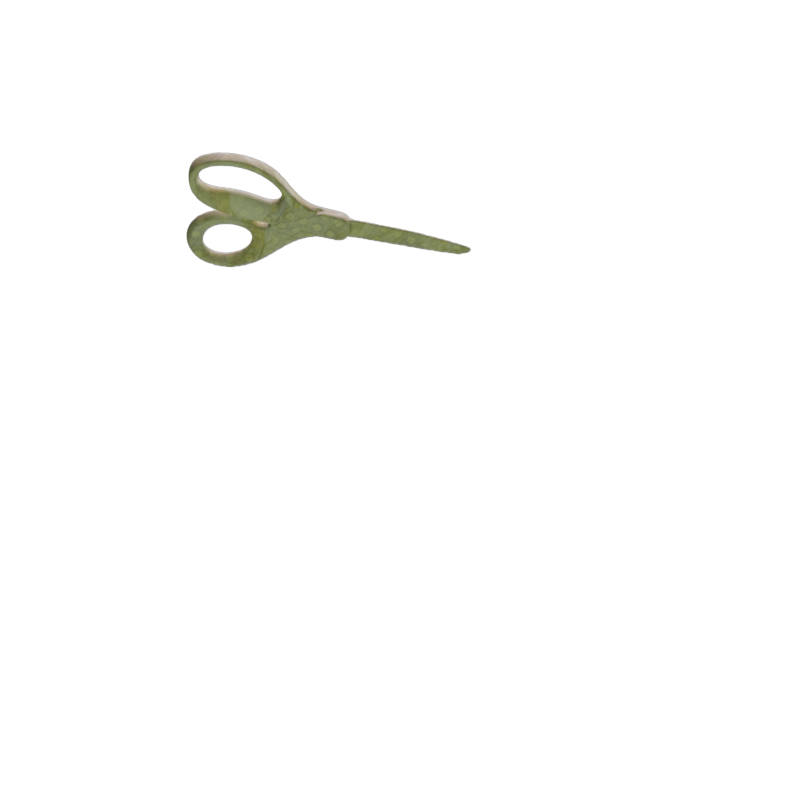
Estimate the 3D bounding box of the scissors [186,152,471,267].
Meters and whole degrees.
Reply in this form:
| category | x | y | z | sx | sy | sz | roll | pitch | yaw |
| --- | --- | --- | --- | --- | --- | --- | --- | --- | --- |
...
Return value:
| category | x | y | z | sx | sy | sz | roll | pitch | yaw |
| --- | --- | --- | --- | --- | --- | --- | --- | --- | --- |
| scissors | -0.060 | -0.110 | 0.773 | 0.195 | 0.093 | 0.017 | 23 | 36 | -18 |
